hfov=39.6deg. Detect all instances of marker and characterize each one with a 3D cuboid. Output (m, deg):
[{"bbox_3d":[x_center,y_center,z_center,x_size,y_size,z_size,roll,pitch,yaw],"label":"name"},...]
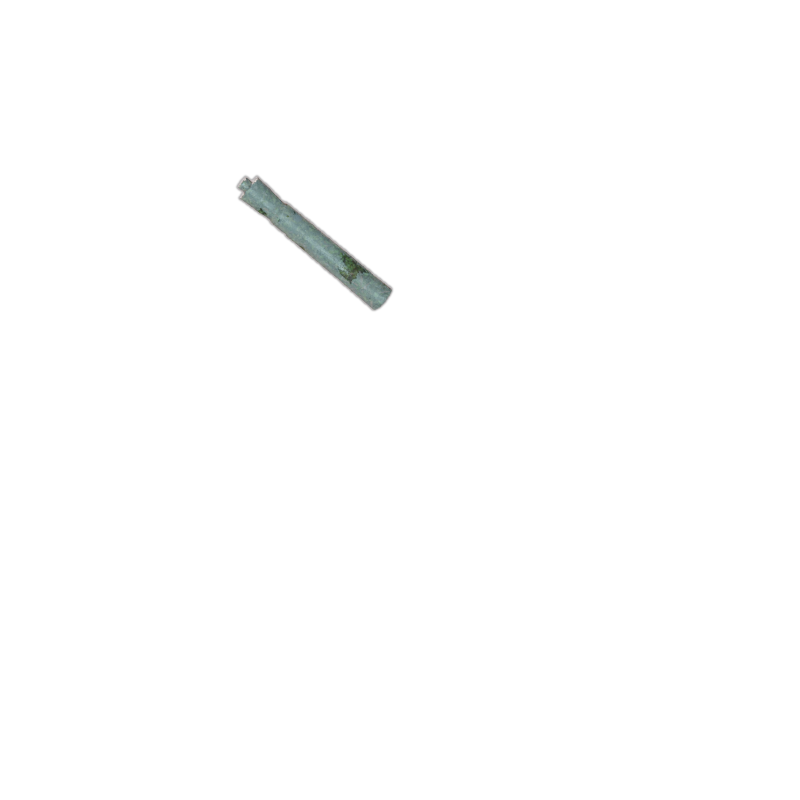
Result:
[{"bbox_3d":[-0.056,-0.102,0.717,0.118,0.020,0.020,39,-5,-9],"label":"marker"}]
